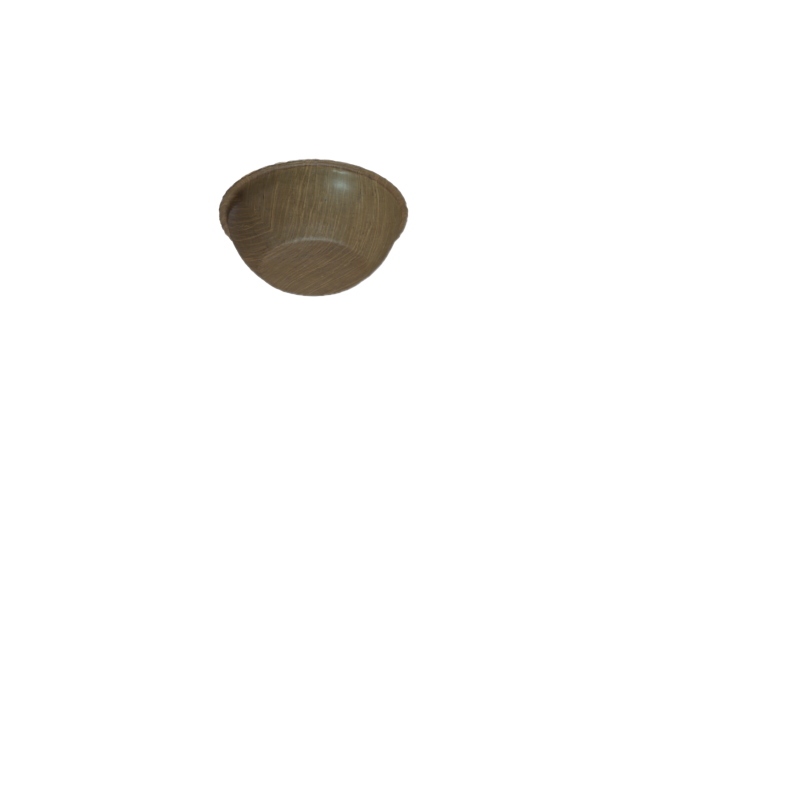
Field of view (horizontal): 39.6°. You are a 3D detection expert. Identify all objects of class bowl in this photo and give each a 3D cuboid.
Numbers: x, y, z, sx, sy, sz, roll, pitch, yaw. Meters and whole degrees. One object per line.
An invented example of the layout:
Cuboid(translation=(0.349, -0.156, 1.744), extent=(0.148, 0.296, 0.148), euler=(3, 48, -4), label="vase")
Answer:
Cuboid(translation=(-0.073, -0.133, 0.929), extent=(0.162, 0.059, 0.152), euler=(1, -28, -2), label="bowl")
